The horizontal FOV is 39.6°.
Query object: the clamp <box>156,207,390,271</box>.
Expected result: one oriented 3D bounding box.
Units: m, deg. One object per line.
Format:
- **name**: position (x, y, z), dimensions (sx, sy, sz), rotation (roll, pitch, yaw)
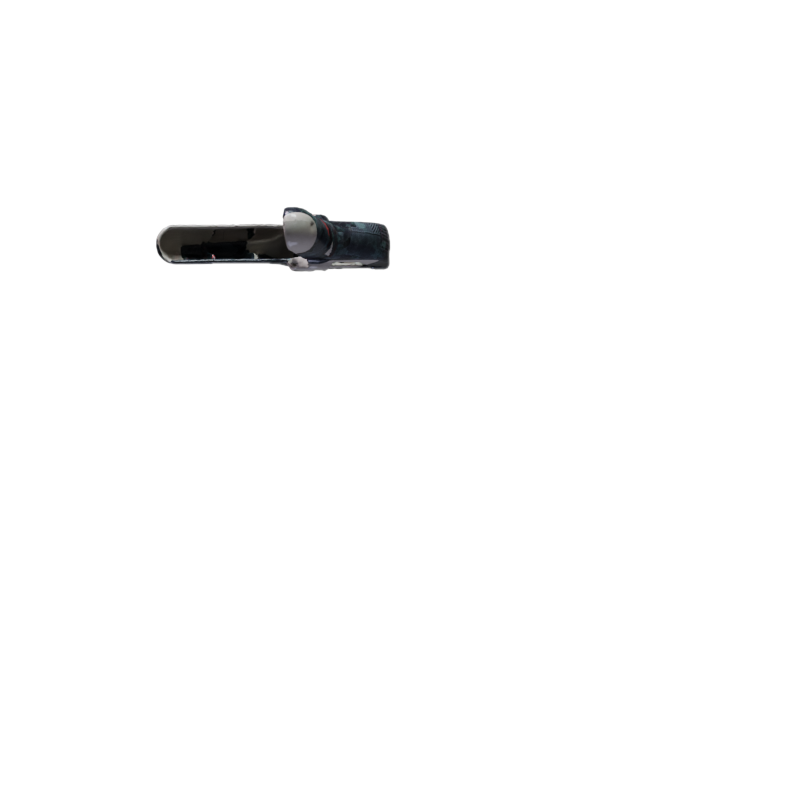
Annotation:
- **clamp**: position (-0.056, -0.101, 0.710), dimensions (0.165, 0.039, 0.125), rotation (-7, 10, -43)
